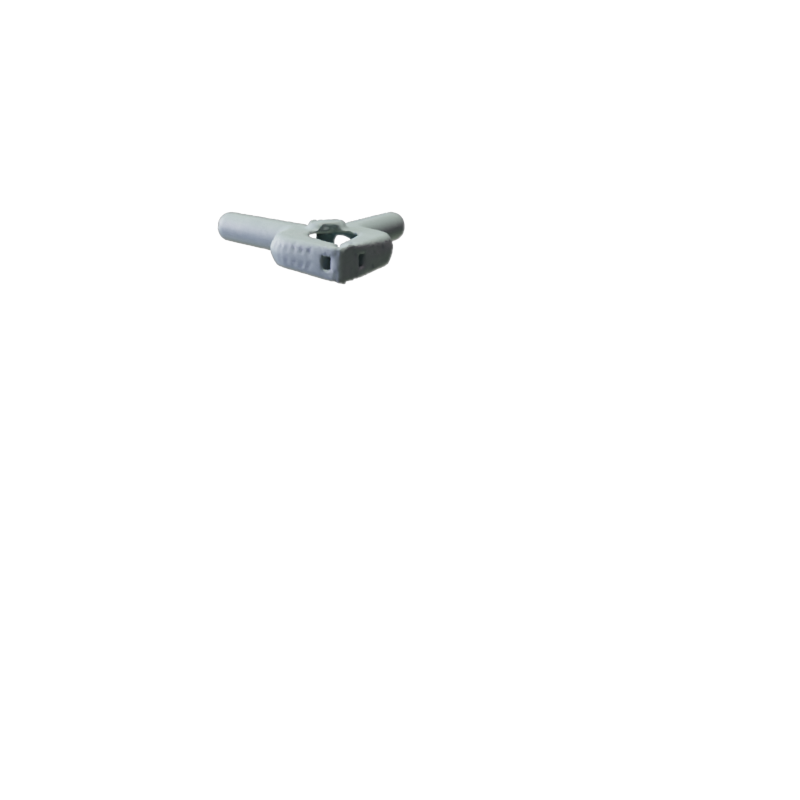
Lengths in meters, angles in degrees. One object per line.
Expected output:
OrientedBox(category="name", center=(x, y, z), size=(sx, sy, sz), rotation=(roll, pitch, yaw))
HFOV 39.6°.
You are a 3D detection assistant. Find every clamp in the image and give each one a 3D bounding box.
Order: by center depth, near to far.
OrientedBox(category="clamp", center=(-0.070, -0.128, 0.895), size=(0.164, 0.035, 0.217), rotation=(-1, 17, -3))
